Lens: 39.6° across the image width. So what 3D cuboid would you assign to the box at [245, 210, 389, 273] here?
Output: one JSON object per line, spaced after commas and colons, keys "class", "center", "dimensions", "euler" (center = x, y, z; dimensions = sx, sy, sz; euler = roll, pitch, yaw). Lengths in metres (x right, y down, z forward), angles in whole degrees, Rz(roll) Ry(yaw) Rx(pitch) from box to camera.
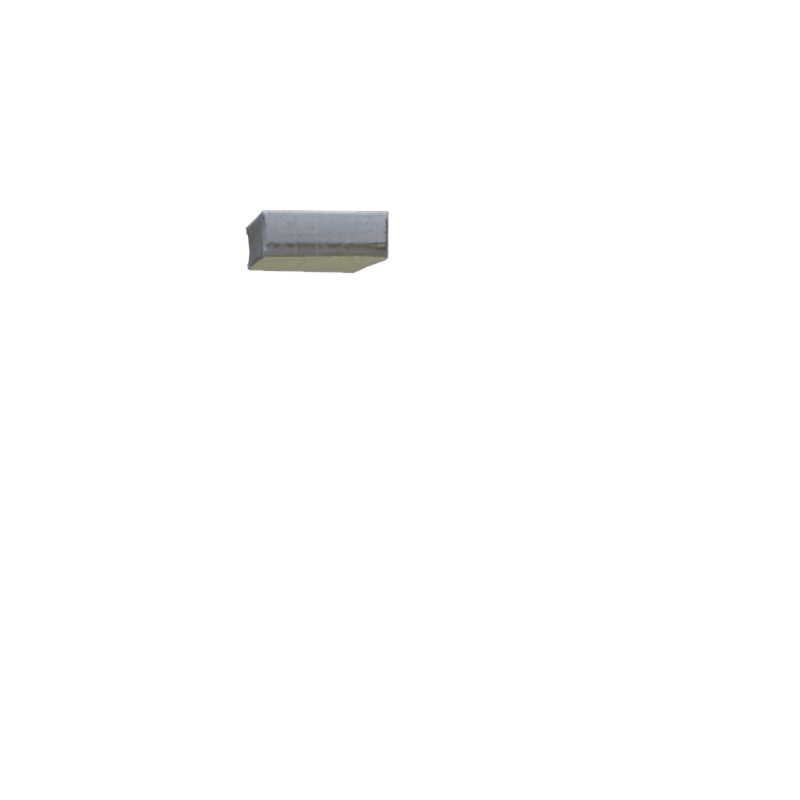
{"class": "box", "center": [-0.064, -0.116, 0.813], "dimensions": [0.088, 0.039, 0.114], "euler": [0, 0, -12]}
